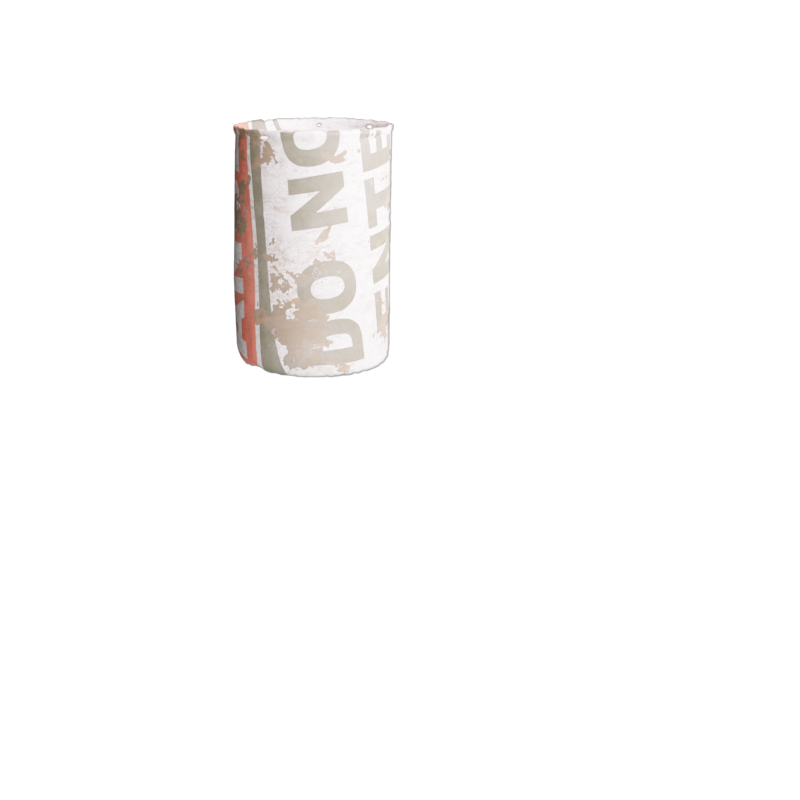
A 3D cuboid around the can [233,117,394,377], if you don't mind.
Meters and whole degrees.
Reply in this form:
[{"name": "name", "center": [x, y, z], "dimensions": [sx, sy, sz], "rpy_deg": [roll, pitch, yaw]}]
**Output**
[{"name": "can", "center": [-0.037, -0.068, 0.477], "dimensions": [0.068, 0.099, 0.071], "rpy_deg": [0, 13, -2]}]
